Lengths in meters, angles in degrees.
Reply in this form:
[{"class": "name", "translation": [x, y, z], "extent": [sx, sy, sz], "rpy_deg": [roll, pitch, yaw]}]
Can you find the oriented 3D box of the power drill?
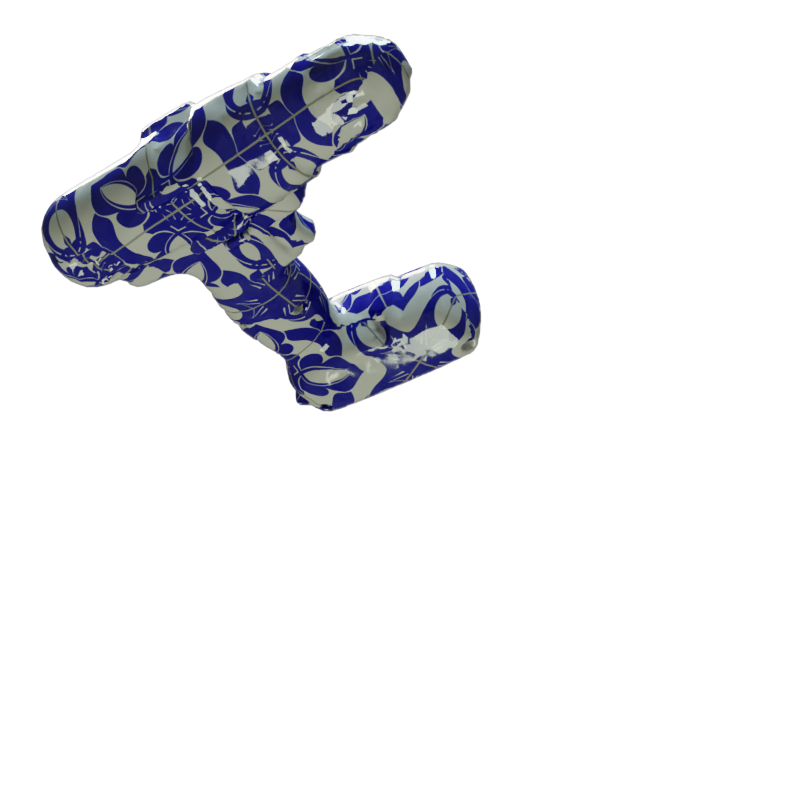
[{"class": "power drill", "translation": [-0.040, -0.073, 0.510], "extent": [0.185, 0.061, 0.174], "rpy_deg": [-21, -40, 27]}]
